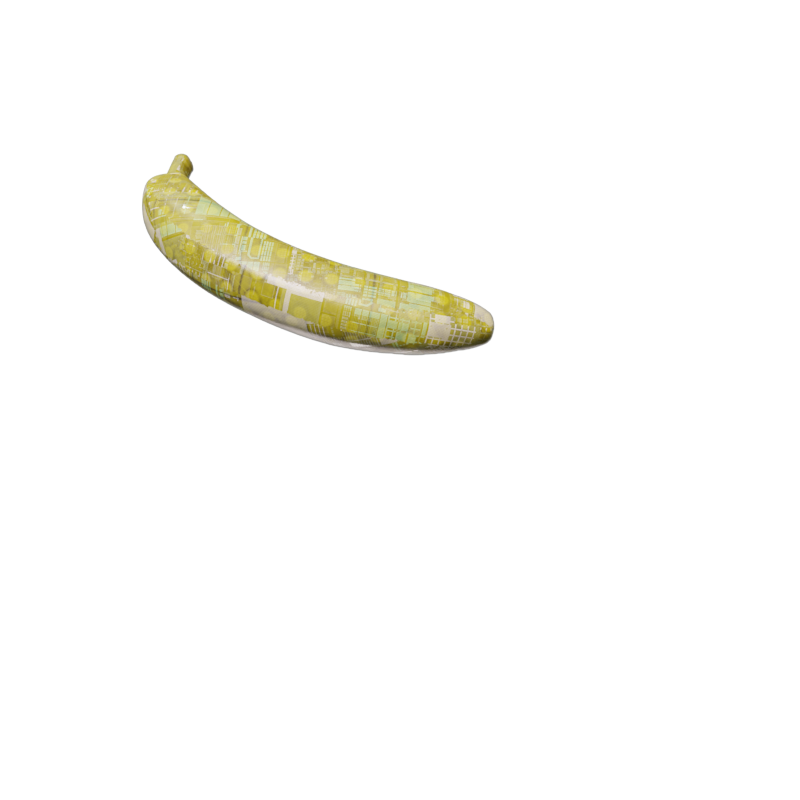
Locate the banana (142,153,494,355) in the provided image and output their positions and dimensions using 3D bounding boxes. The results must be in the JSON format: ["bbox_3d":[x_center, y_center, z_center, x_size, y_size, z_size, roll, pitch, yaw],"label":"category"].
[{"bbox_3d":[-0.055,-0.065,0.512,0.209,0.034,0.071,32,55,25],"label":"banana"}]
